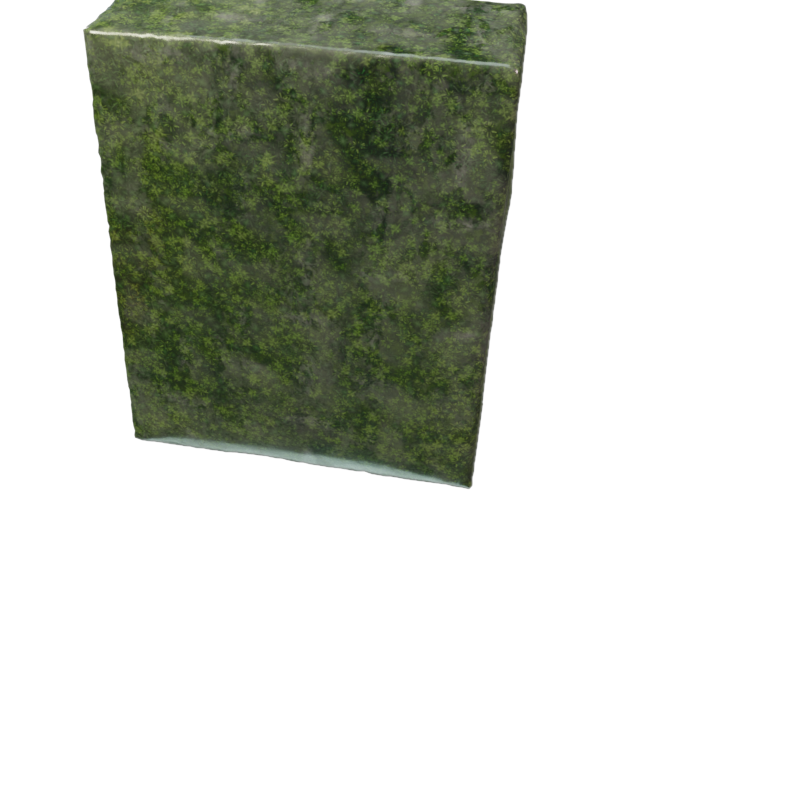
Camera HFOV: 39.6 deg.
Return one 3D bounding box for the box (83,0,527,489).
[{"bbox_3d":[-0.038,-0.069,0.483,0.167,0.200,0.076,9,38,8],"label":"box"}]
